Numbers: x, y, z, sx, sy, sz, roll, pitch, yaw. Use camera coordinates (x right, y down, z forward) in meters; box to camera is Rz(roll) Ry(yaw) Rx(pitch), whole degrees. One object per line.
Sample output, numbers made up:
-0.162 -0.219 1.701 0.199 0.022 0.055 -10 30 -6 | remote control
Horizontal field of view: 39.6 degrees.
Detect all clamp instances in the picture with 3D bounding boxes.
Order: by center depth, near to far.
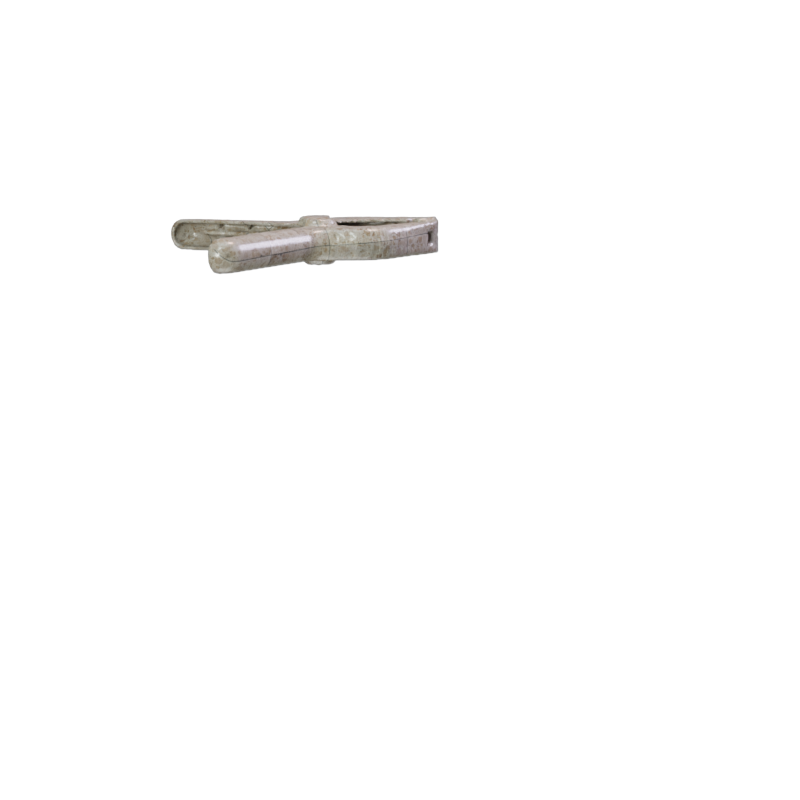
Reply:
-0.067 -0.122 0.851 0.207 0.035 0.171 -3 16 -11 | clamp
